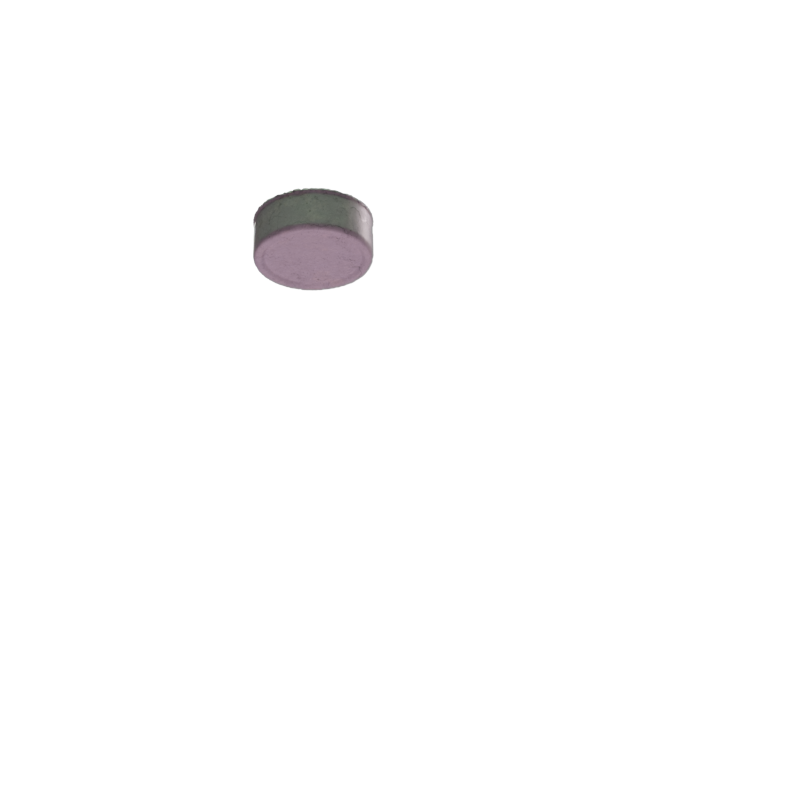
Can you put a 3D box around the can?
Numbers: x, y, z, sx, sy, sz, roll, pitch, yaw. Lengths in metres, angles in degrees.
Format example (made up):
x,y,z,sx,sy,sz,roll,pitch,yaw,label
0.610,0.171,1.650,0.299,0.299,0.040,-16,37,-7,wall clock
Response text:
x,y,z,sx,sy,sz,roll,pitch,yaw,label
-0.061,-0.112,0.782,0.086,0.036,0.081,1,-27,-2,can
